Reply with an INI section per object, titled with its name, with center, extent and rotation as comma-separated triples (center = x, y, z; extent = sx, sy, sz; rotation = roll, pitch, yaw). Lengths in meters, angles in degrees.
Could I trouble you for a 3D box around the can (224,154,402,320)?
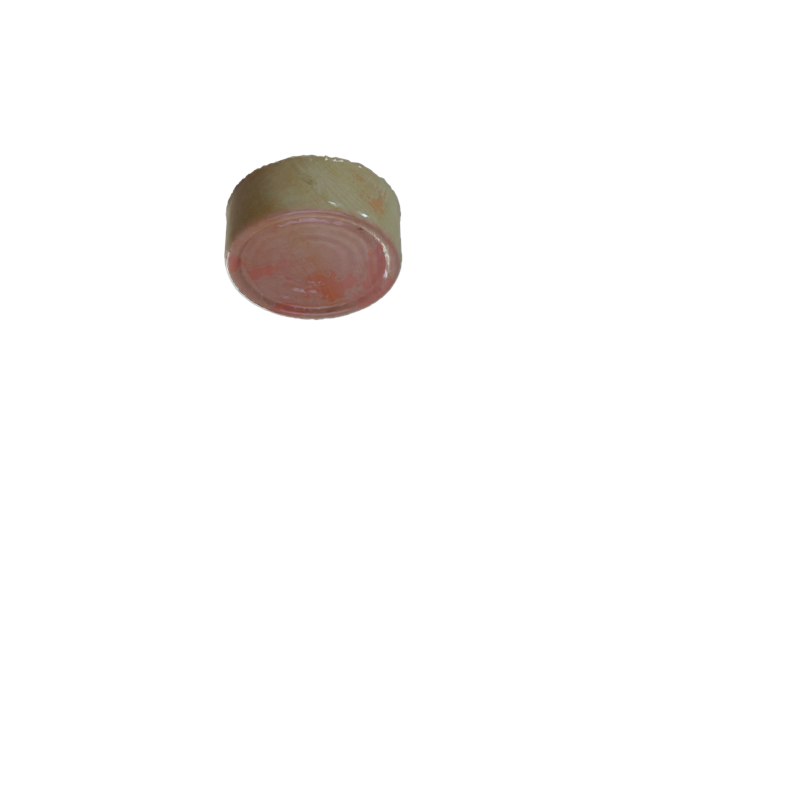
[can]
center = -0.042, -0.076, 0.533
extent = 0.086, 0.036, 0.080
rotation = 1, -36, -2
